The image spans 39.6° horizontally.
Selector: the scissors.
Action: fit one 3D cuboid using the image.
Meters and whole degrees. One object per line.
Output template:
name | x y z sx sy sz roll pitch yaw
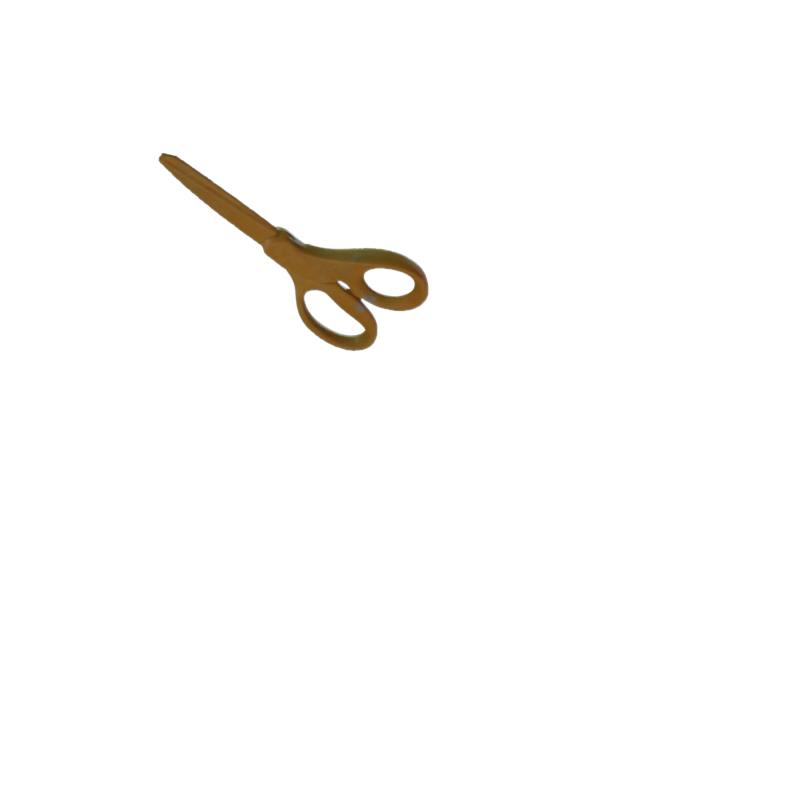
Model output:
scissors | -0.053 -0.097 0.677 0.097 0.017 0.186 -18 -44 19
